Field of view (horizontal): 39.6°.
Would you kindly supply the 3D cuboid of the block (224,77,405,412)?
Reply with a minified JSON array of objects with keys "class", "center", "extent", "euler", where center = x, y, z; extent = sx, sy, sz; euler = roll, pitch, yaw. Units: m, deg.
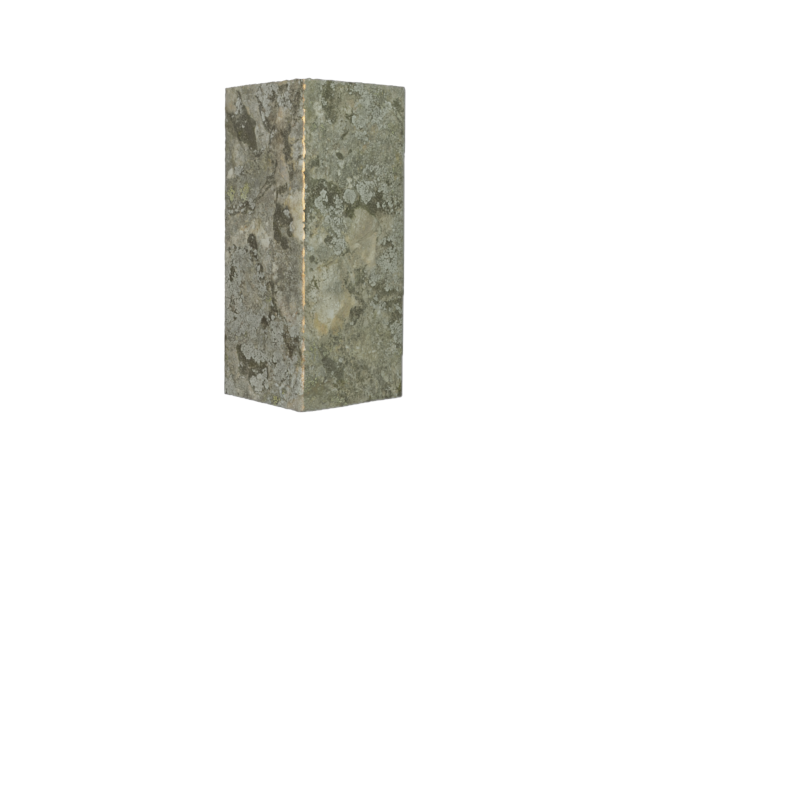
[{"class":"block","center":[-0.057,-0.105,0.738],"extent":[0.087,0.205,0.095],"euler":[-3,5,-41]}]
